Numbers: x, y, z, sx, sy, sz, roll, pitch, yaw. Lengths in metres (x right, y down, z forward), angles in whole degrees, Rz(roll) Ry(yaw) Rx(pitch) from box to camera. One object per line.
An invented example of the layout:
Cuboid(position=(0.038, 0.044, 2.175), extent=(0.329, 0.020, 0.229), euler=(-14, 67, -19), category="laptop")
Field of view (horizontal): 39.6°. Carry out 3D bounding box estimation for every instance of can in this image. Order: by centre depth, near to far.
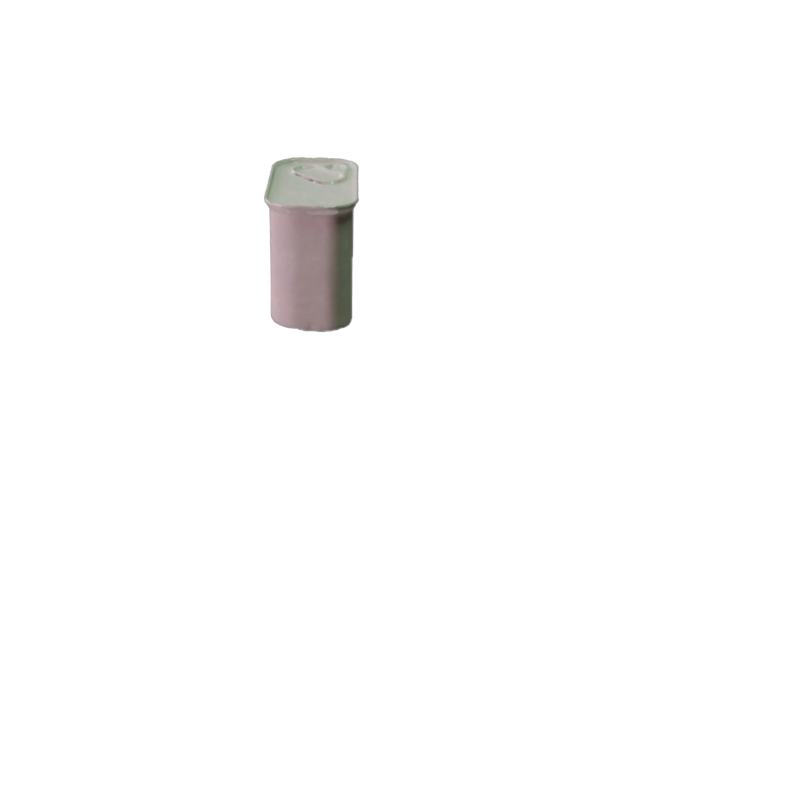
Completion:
Cuboid(position=(-0.056, -0.102, 0.712), extent=(0.057, 0.080, 0.107), euler=(1, 26, -2), category="can")
